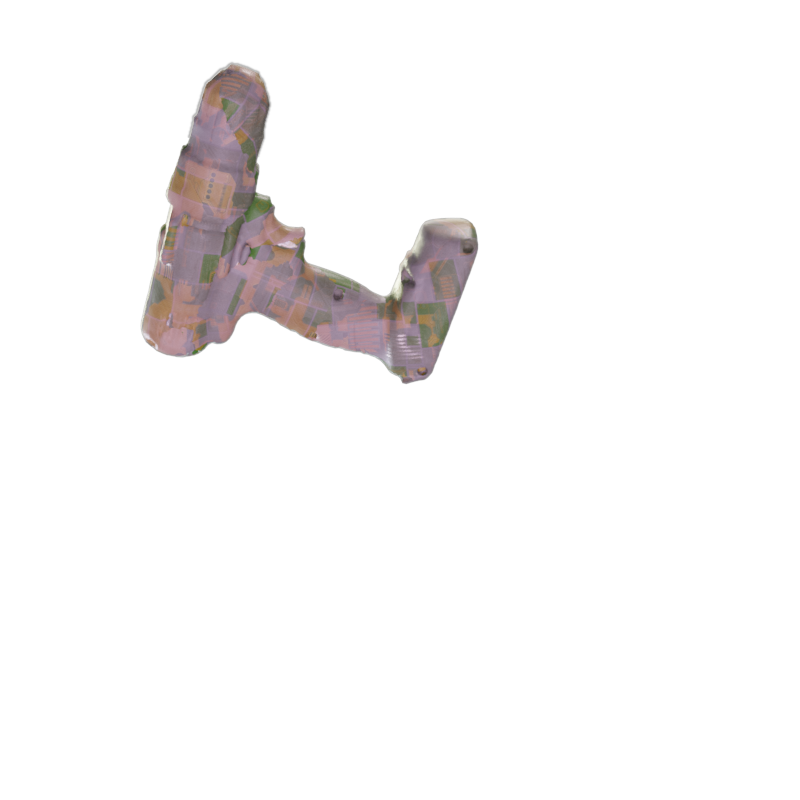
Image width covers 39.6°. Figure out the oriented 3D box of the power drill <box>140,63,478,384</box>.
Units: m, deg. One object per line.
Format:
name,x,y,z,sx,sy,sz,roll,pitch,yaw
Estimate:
power drill,-0.053,-0.097,0.677,0.185,0.178,0.060,16,22,-7
